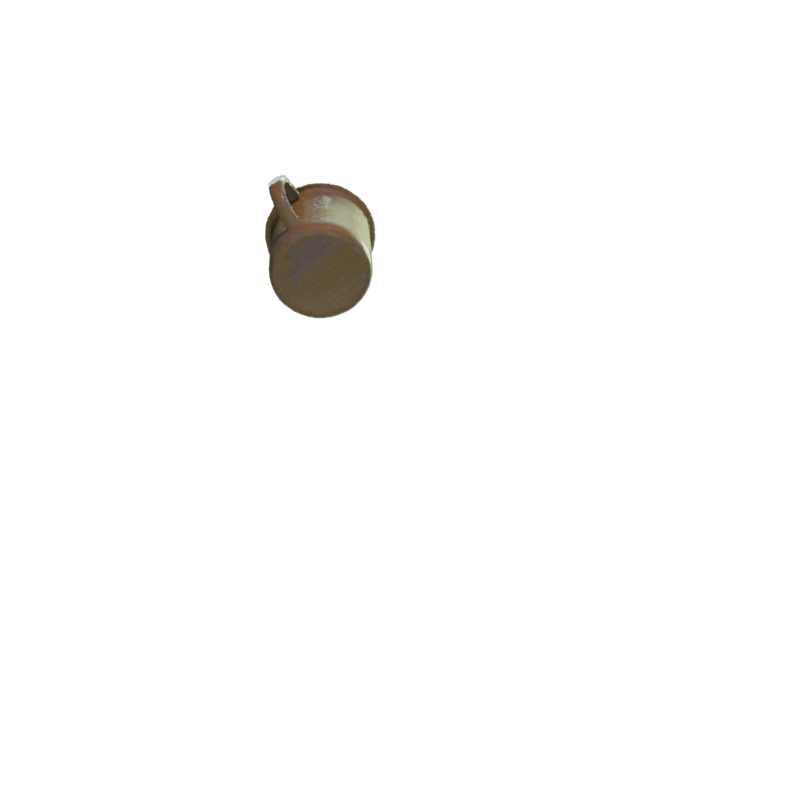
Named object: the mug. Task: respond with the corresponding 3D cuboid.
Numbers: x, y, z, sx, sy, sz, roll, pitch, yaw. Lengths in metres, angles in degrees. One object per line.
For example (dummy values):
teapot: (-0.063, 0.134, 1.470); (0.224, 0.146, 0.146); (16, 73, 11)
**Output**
mug: (-0.070, -0.127, 0.892); (0.093, 0.111, 0.086); (-26, 24, 11)
